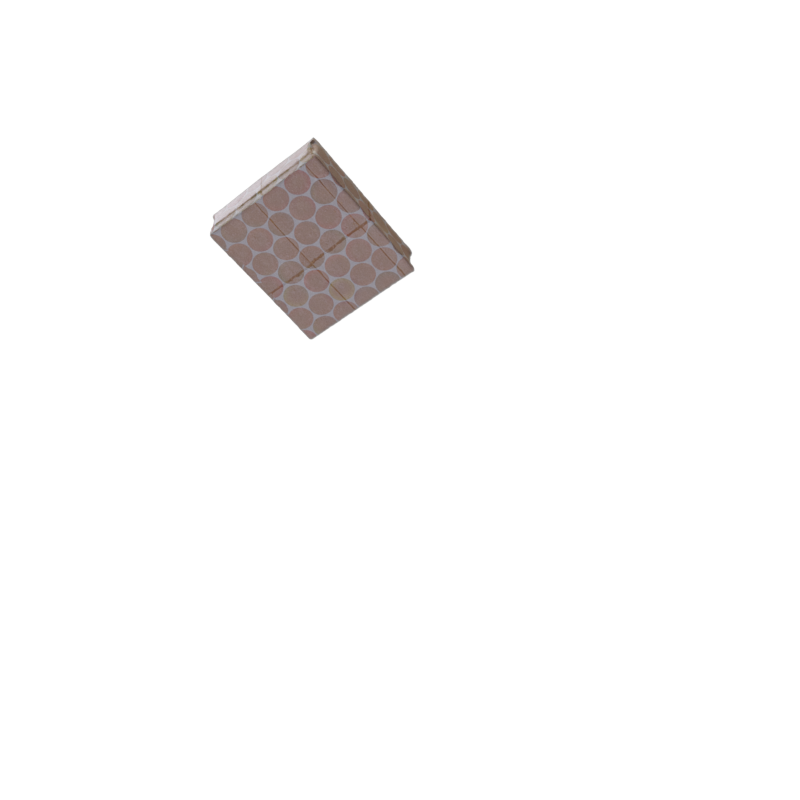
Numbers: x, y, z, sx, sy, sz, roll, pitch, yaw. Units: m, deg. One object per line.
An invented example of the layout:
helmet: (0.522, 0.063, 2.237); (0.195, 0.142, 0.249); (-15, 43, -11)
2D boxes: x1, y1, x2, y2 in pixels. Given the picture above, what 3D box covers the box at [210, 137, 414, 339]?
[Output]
box: (-0.047, -0.086, 0.604); (0.073, 0.085, 0.032); (-35, 24, 18)
